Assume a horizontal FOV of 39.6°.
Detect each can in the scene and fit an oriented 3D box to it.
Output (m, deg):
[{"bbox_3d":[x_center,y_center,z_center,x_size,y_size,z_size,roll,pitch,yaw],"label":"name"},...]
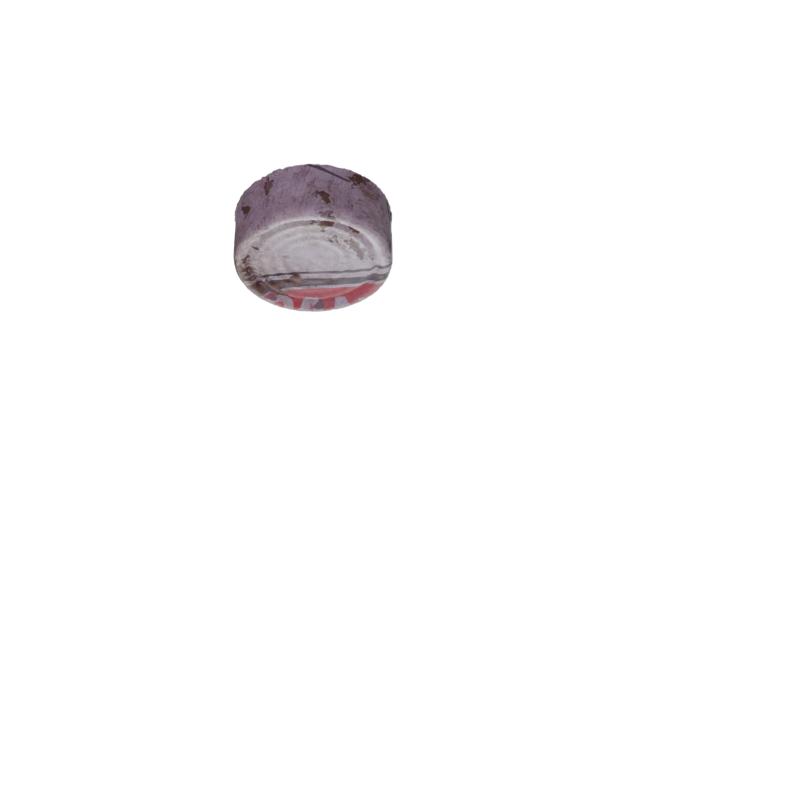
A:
[{"bbox_3d":[-0.046,-0.085,0.593,0.086,0.036,0.080,1,-36,-2],"label":"can"}]
